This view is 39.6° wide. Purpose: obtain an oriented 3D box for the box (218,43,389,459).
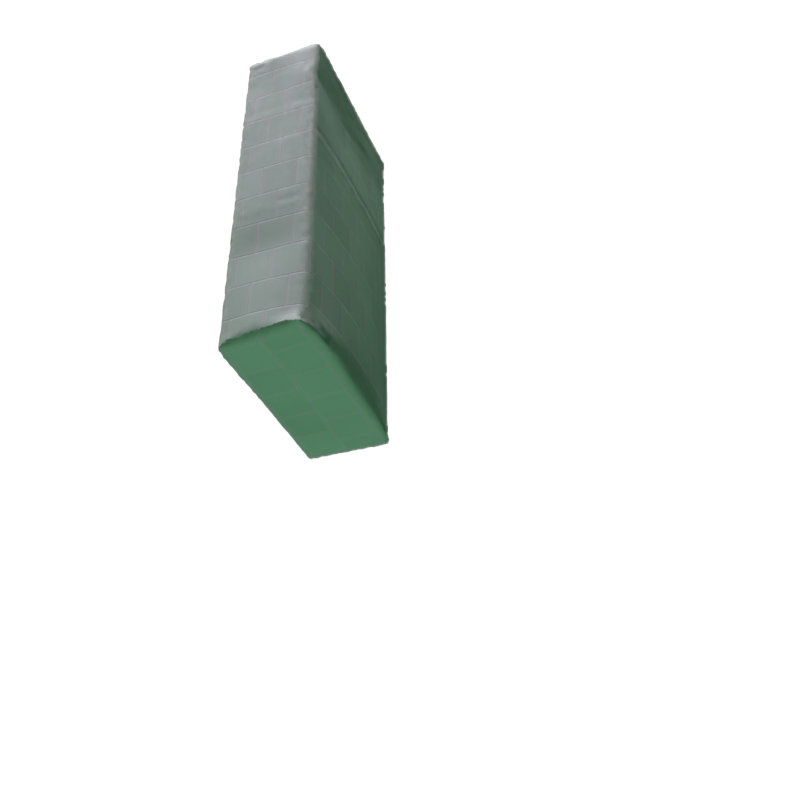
[{"bbox_3d":[-0.041,-0.074,0.518,0.048,0.189,0.086,-16,-42,15],"label":"box"}]
